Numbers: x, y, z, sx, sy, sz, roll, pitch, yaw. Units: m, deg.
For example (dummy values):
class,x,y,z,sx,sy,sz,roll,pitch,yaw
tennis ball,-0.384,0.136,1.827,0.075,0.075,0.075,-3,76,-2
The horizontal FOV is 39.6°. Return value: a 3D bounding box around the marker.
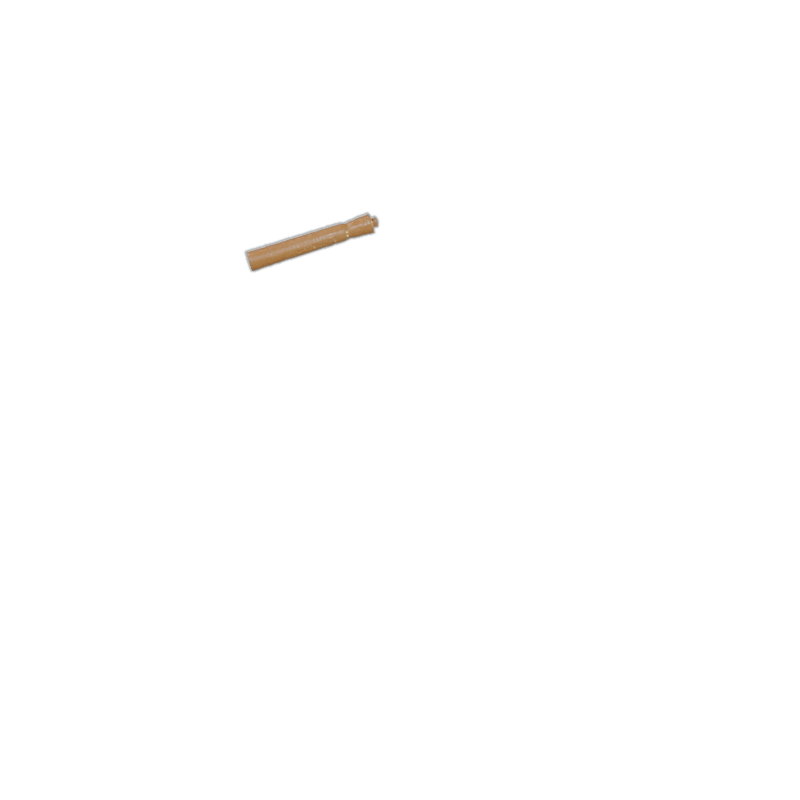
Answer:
class,x,y,z,sx,sy,sz,roll,pitch,yaw
marker,-0.077,-0.141,0.988,0.121,0.020,0.020,-18,6,-4
